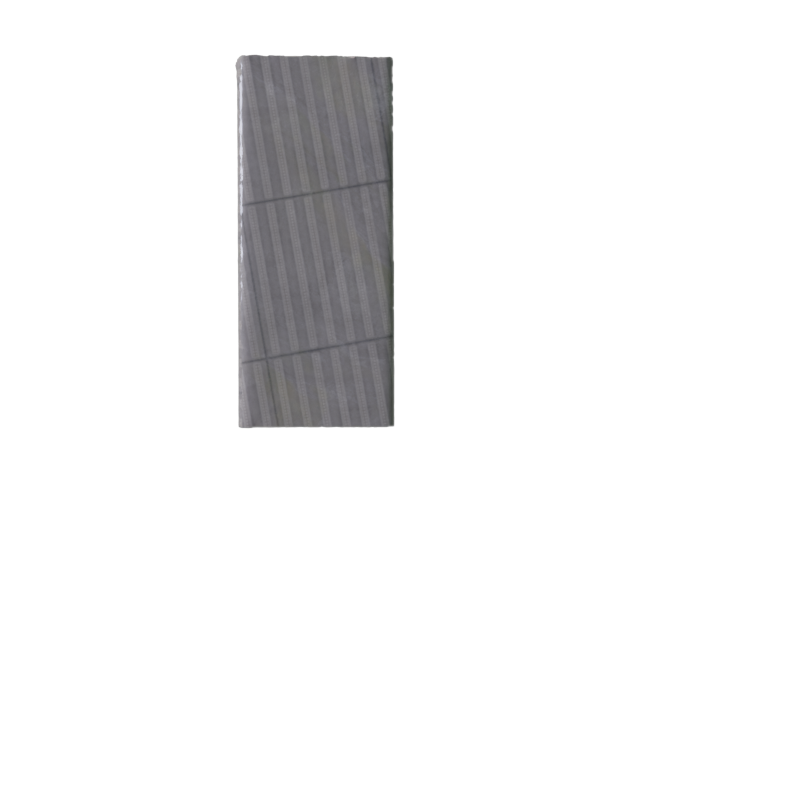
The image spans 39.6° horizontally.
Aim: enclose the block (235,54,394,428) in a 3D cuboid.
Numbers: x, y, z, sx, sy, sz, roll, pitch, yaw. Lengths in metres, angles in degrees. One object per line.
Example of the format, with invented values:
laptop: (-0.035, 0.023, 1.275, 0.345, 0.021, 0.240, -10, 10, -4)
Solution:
block: (-0.052, -0.094, 0.658, 0.090, 0.206, 0.091, 0, 1, -5)
